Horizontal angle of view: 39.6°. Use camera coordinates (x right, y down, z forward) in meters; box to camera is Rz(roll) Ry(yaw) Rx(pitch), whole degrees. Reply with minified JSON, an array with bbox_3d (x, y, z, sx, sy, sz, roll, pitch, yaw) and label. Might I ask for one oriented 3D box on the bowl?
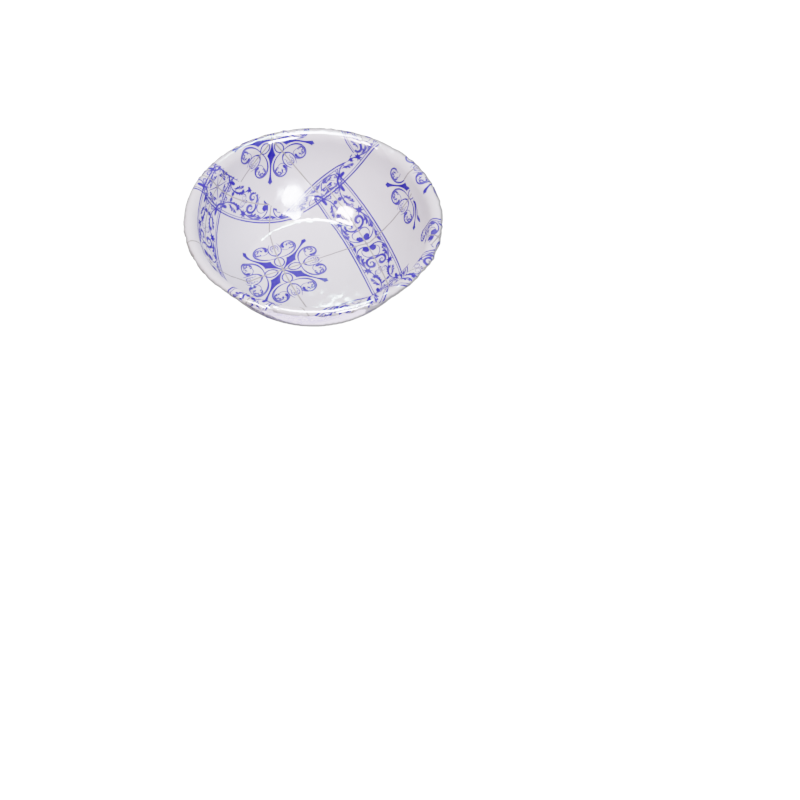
[{"bbox_3d":[-0.056,-0.101,0.709,0.162,0.174,0.051,-1,-38,-1],"label":"bowl"}]
